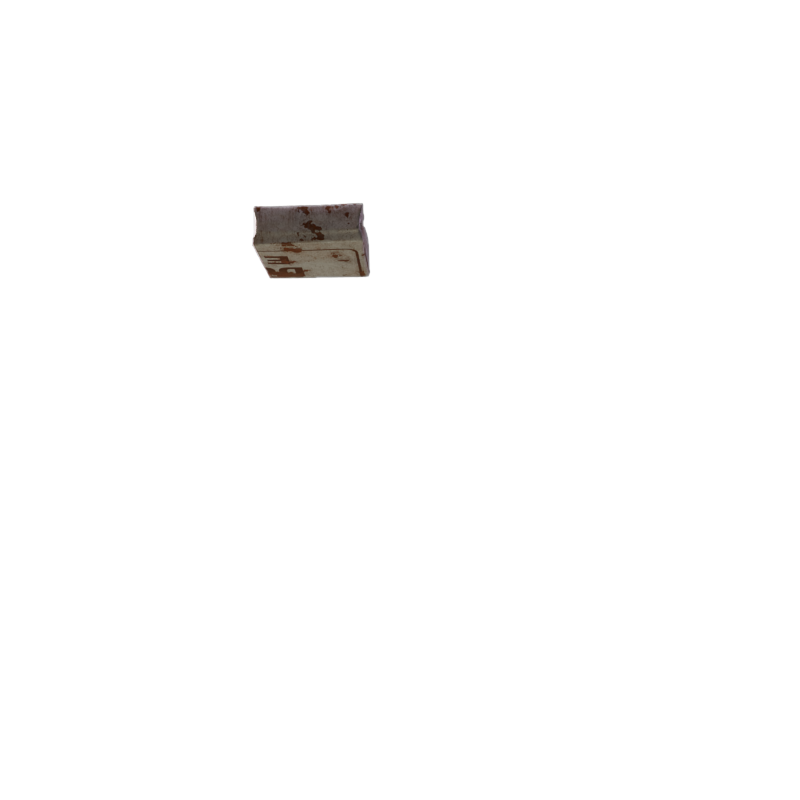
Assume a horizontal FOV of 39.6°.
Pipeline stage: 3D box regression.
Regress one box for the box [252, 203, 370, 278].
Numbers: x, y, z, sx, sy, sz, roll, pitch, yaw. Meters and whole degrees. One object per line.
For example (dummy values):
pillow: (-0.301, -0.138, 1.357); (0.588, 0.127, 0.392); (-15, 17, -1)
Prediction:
box: (-0.059, -0.108, 0.759); (0.073, 0.031, 0.086); (-1, -11, 3)
